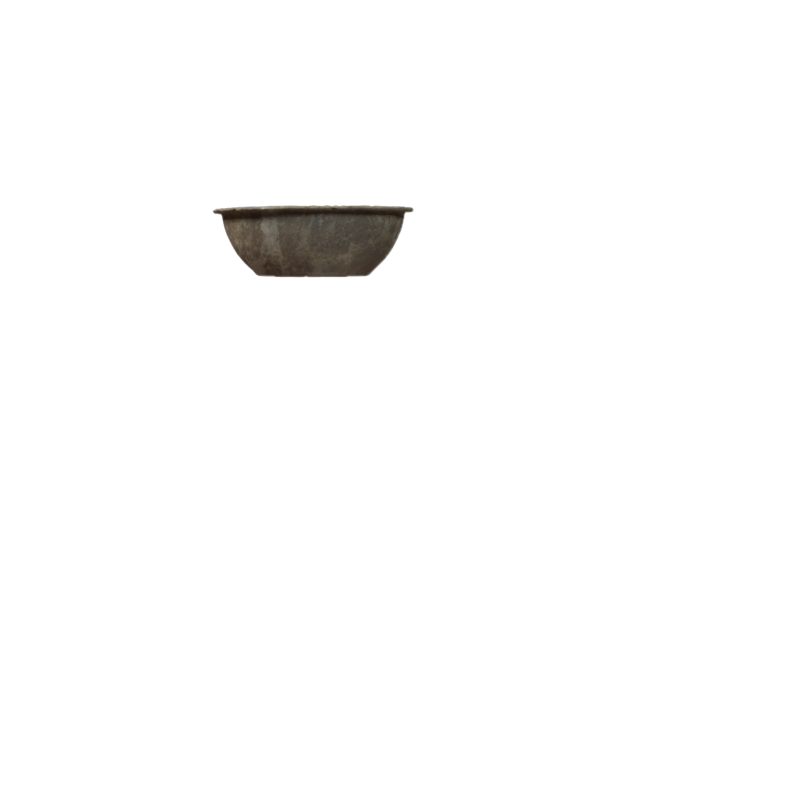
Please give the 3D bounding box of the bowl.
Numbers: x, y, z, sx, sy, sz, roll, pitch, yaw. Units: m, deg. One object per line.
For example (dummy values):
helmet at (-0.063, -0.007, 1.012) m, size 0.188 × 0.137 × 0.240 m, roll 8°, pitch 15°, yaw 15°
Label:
bowl at (-0.070, -0.127, 0.892) m, size 0.162 × 0.055 × 0.164 m, roll 0°, pitch 7°, yaw -2°
